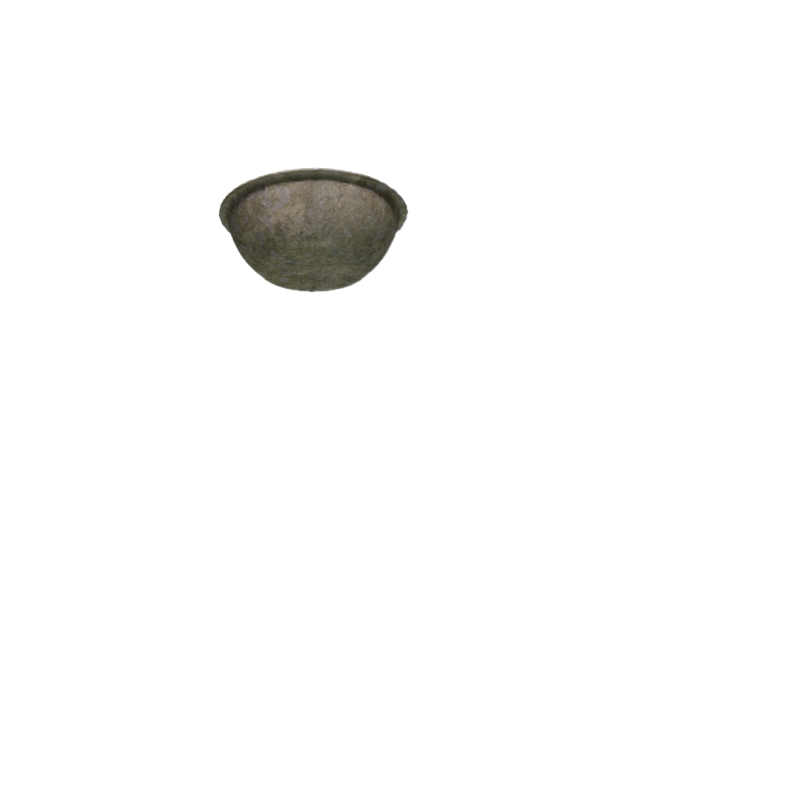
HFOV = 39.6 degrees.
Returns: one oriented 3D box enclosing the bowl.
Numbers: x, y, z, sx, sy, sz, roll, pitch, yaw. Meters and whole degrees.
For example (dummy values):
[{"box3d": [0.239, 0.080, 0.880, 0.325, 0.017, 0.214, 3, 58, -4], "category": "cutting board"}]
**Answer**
[{"box3d": [-0.074, -0.134, 0.939, 0.162, 0.058, 0.154, 0, -19, -2], "category": "bowl"}]
